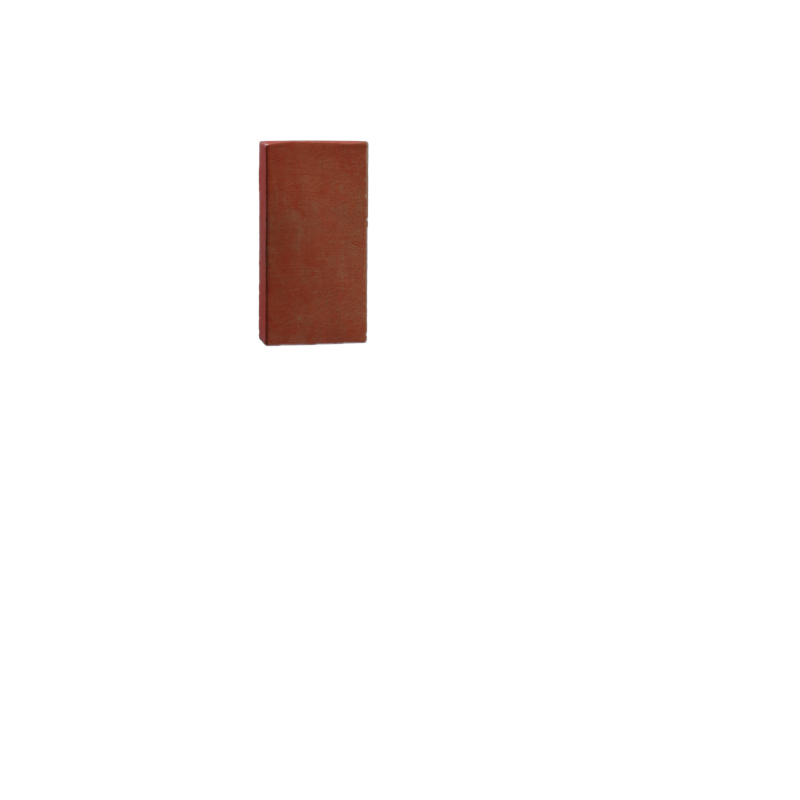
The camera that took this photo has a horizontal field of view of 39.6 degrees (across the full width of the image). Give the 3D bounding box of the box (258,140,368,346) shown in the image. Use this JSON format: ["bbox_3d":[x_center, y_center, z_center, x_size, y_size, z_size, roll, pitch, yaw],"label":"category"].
[{"bbox_3d":[-0.076,-0.138,0.967,0.092,0.173,0.050,-2,8,-13],"label":"box"}]
